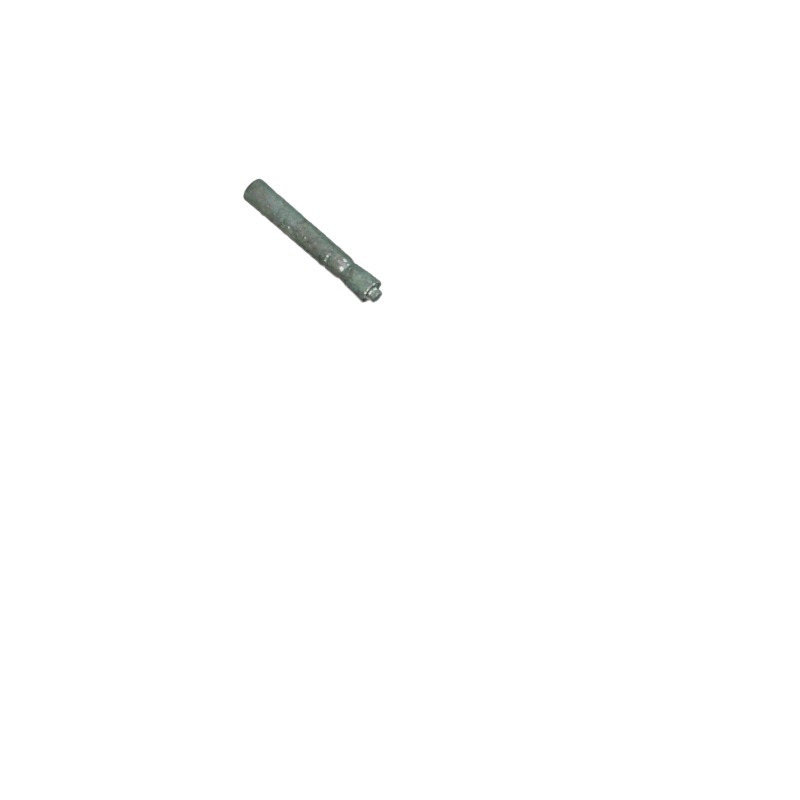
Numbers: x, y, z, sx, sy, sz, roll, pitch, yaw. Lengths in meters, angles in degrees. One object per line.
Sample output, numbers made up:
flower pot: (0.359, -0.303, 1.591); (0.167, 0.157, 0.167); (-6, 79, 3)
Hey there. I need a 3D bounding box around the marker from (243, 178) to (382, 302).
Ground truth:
marker: (-0.059, -0.108, 0.757); (0.127, 0.019, 0.019); (42, 19, 19)
